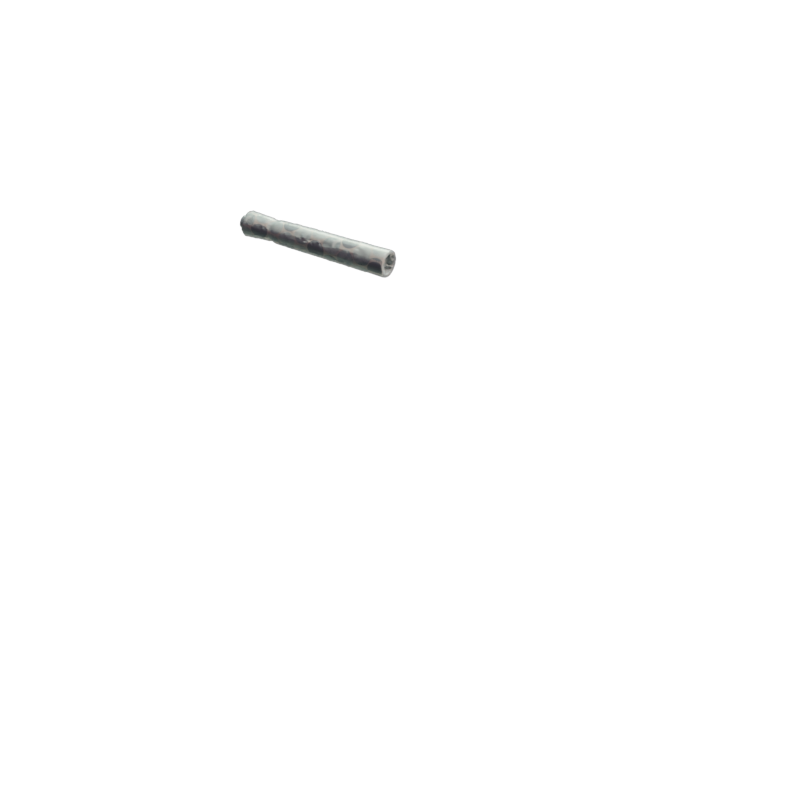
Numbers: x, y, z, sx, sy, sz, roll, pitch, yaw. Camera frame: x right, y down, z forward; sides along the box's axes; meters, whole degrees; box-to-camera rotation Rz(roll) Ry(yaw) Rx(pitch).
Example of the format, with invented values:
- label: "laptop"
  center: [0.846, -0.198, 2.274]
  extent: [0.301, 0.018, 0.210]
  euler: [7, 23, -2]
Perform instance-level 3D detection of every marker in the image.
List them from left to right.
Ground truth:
- label: "marker"
  center: [-0.059, -0.108, 0.753]
  extent: [0.127, 0.019, 0.019]
  euler: [20, 13, 30]
